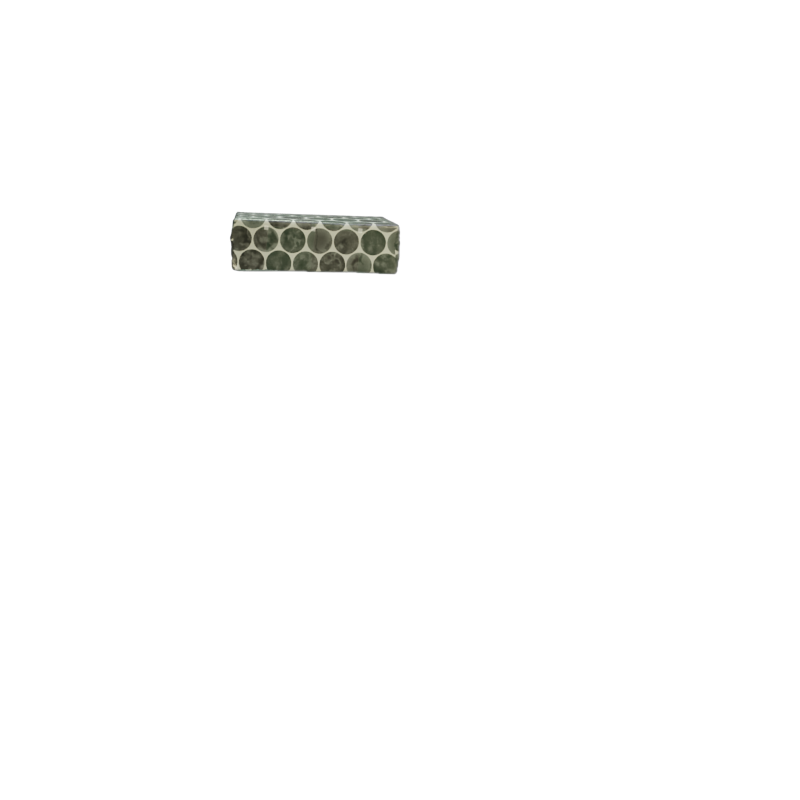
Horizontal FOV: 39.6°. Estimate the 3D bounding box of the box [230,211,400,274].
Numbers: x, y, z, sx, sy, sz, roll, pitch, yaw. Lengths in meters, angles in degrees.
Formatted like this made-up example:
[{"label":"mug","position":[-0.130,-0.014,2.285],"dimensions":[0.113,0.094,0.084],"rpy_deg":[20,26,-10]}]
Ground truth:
[{"label":"box","position":[-0.060,-0.110,0.771],"dimensions":[0.113,0.038,0.092],"rpy_deg":[-1,10,-4]}]
